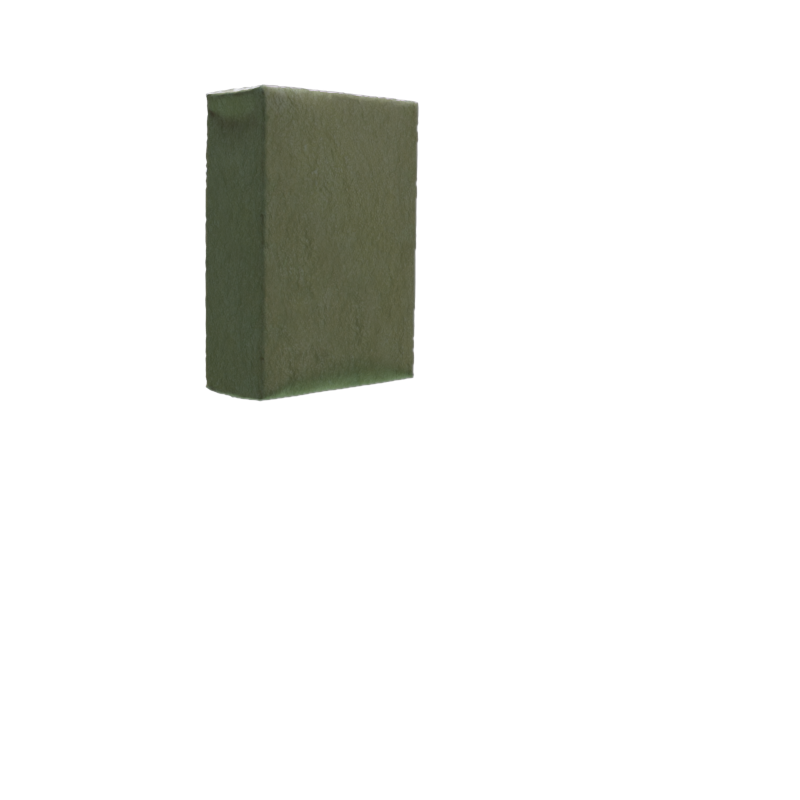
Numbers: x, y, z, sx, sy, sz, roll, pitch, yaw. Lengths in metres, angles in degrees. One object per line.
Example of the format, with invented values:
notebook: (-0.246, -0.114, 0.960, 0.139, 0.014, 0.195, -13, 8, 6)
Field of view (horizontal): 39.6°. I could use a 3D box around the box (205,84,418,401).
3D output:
box: (-0.064, -0.116, 0.814, 0.075, 0.213, 0.158, 2, 4, 42)
